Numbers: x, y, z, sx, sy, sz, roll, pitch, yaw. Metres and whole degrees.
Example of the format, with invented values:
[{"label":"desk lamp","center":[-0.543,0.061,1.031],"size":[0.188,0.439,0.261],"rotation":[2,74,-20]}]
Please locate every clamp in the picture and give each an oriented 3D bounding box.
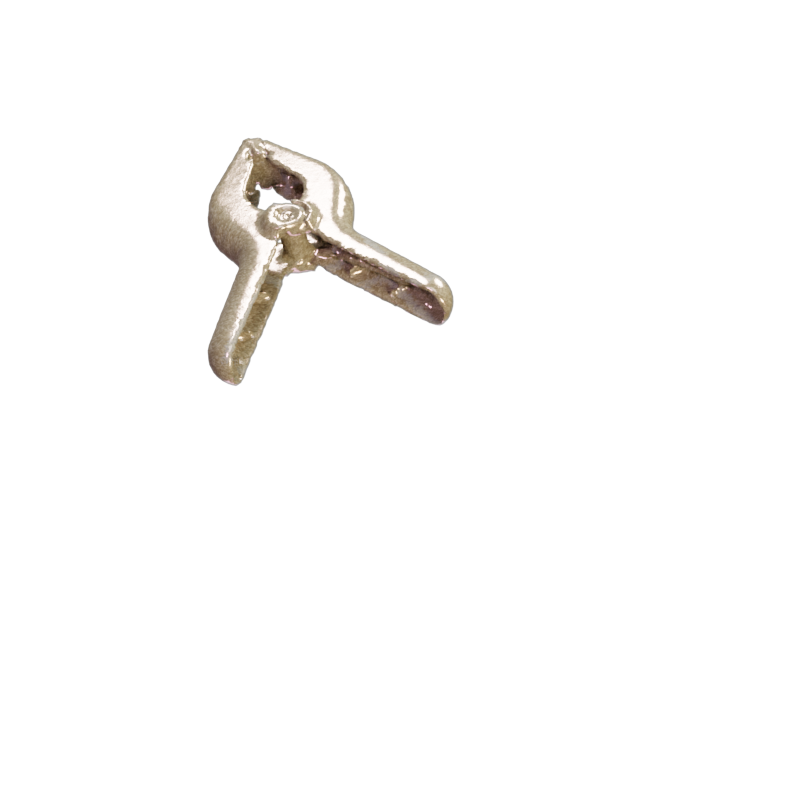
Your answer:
[{"label":"clamp","center":[-0.045,-0.083,0.579],"size":[0.119,0.185,0.036],"rotation":[-7,-43,-7]}]
